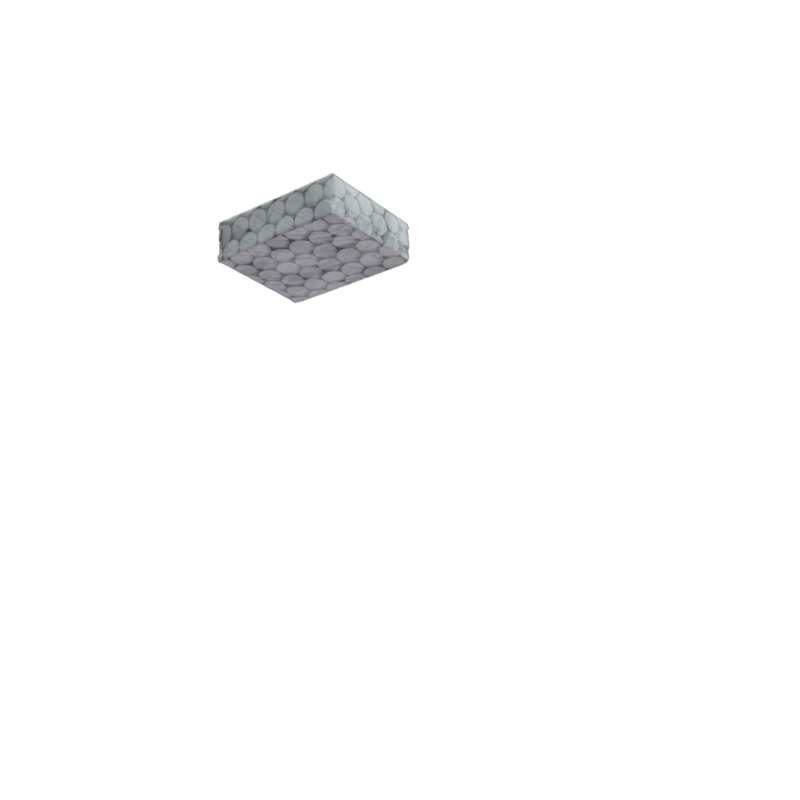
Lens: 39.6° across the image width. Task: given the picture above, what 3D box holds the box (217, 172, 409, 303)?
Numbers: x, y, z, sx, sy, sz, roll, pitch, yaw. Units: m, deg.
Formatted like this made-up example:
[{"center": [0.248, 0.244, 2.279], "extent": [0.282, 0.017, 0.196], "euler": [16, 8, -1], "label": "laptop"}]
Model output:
[{"center": [-0.063, -0.116, 0.811], "extent": [0.115, 0.041, 0.084], "euler": [-18, -31, 33], "label": "box"}]
